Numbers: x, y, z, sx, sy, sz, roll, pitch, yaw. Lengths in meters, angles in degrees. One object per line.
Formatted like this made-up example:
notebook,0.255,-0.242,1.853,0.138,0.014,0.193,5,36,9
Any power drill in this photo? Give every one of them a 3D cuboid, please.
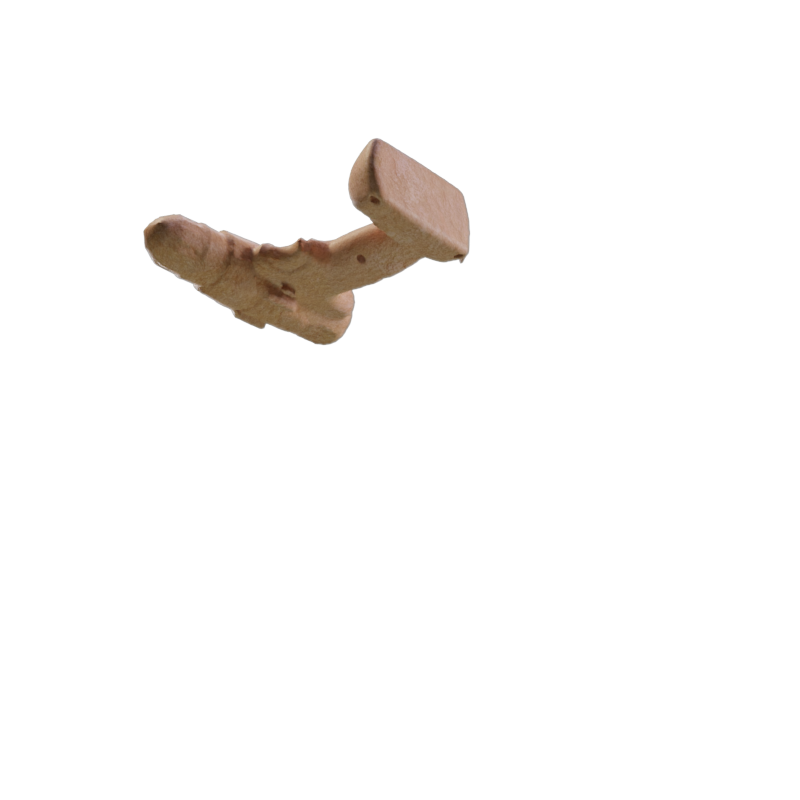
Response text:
power drill,-0.061,-0.111,0.779,0.188,0.061,0.173,-23,-34,39
